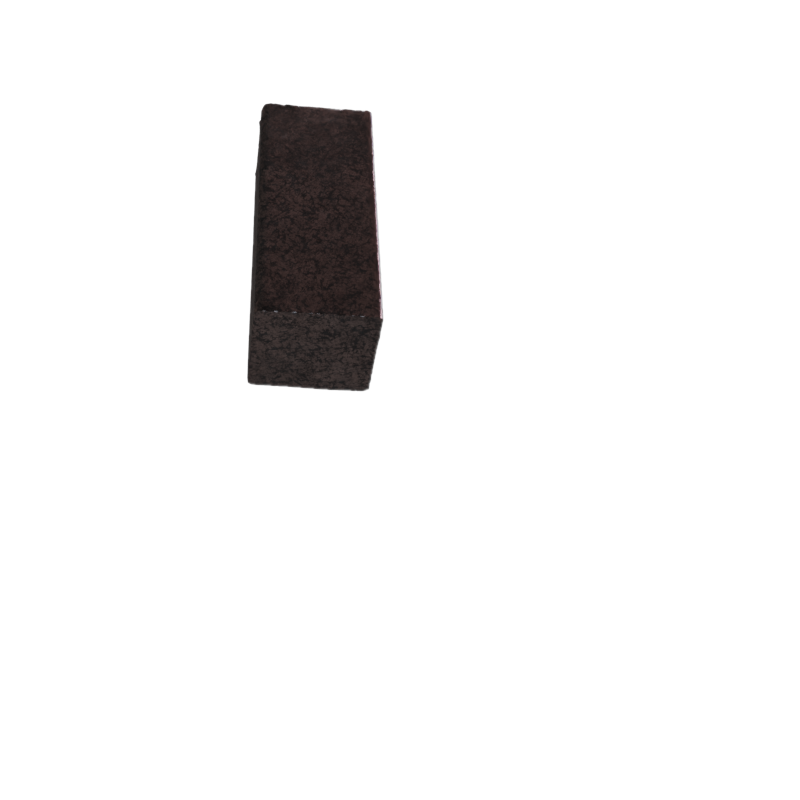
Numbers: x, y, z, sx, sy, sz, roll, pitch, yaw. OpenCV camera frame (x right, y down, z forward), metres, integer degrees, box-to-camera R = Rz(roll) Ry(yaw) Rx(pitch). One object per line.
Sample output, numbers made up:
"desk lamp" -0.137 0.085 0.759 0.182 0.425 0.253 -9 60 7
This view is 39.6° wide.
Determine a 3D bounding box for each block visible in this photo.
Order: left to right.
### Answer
"block" -0.066 -0.119 0.836 0.089 0.221 0.085 3 -38 -7
